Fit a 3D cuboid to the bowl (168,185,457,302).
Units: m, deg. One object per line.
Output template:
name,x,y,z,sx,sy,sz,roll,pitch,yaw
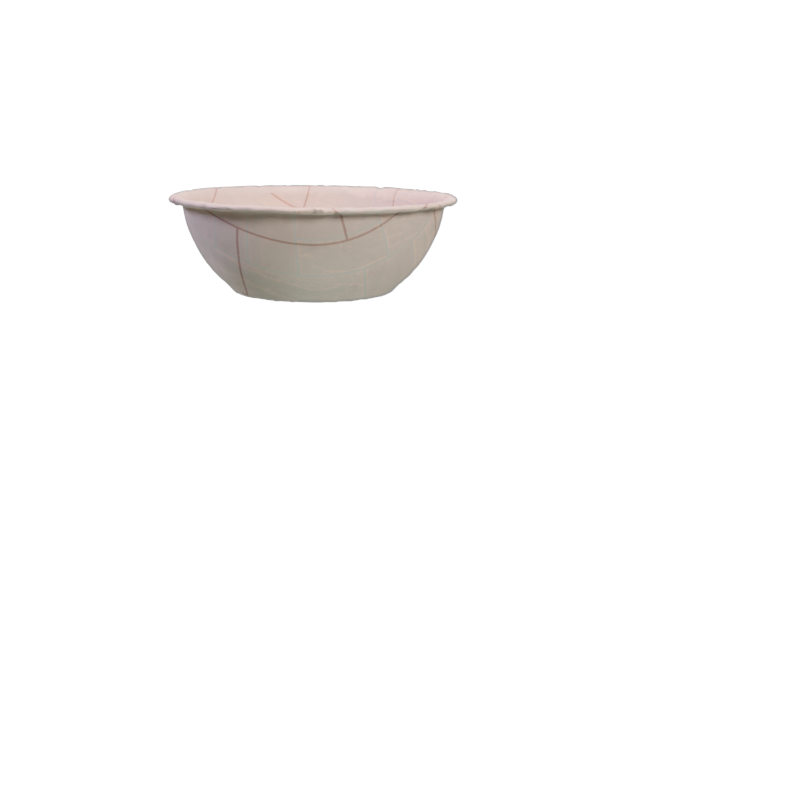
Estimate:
bowl,-0.049,-0.090,0.627,0.162,0.054,0.166,0,14,-2
